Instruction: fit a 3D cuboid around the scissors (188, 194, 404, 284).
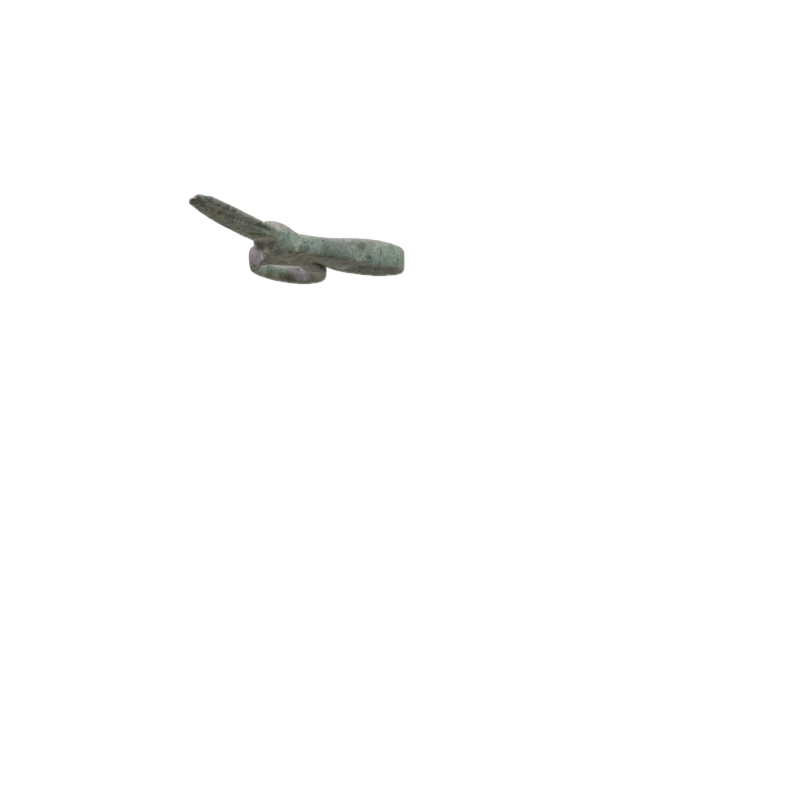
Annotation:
[{"bbox_3d":[-0.044,-0.080,0.560,0.096,0.016,0.198,0,-2,-1],"label":"scissors"}]
